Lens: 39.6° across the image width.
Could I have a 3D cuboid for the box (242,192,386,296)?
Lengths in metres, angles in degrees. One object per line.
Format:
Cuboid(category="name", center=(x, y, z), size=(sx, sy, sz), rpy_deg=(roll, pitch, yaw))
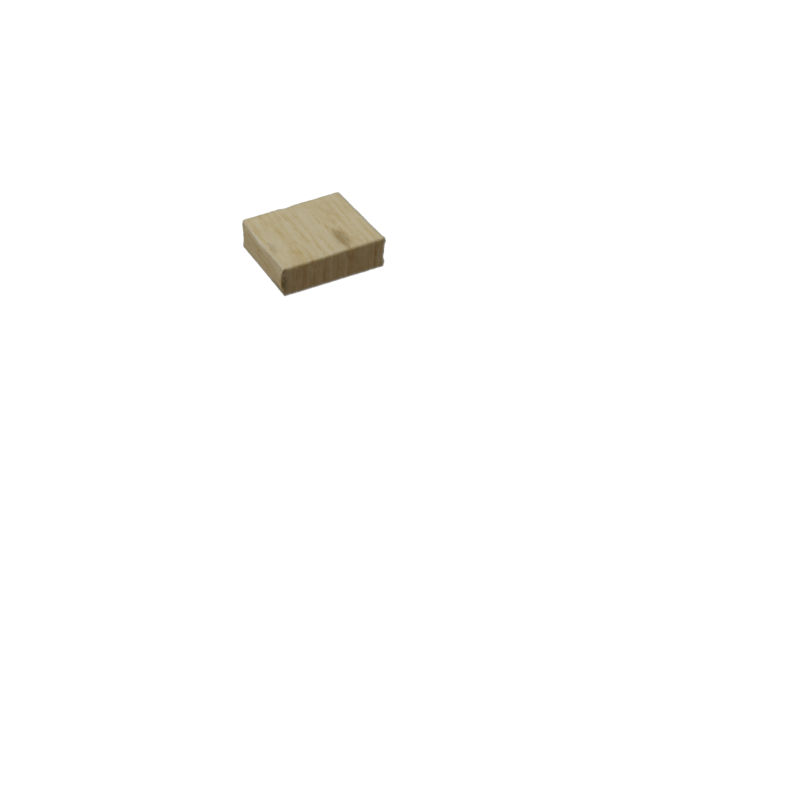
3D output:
Cuboid(category="box", center=(-0.067, -0.122, 0.854), size=(0.088, 0.028, 0.079), rpy_deg=(-20, 44, -22))
